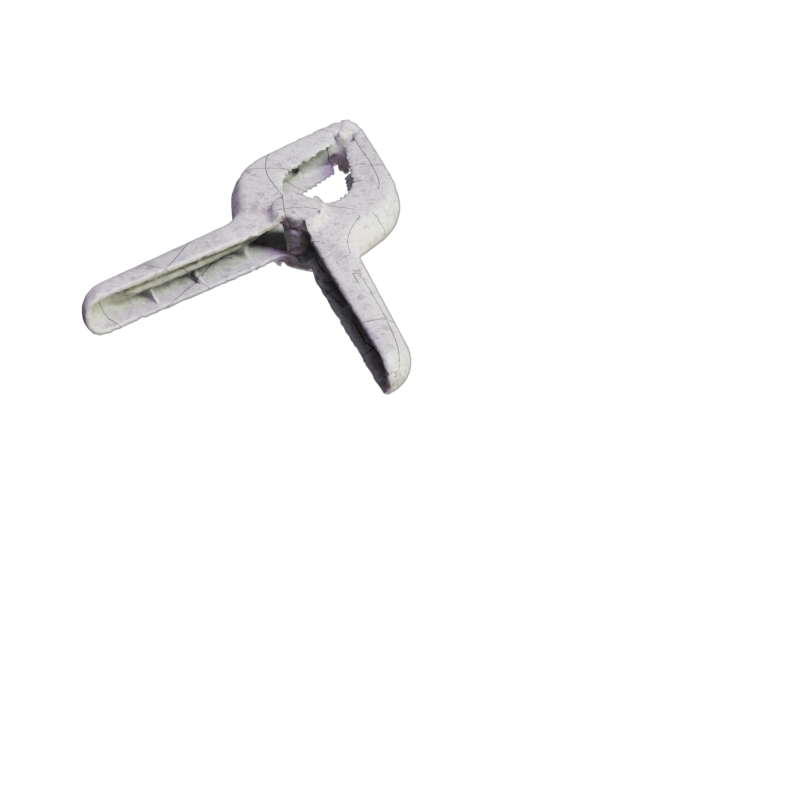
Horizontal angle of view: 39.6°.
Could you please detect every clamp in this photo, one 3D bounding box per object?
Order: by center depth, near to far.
[{"bbox_3d":[-0.046,-0.084,0.591,0.170,0.034,0.218,15,43,16],"label":"clamp"}]
